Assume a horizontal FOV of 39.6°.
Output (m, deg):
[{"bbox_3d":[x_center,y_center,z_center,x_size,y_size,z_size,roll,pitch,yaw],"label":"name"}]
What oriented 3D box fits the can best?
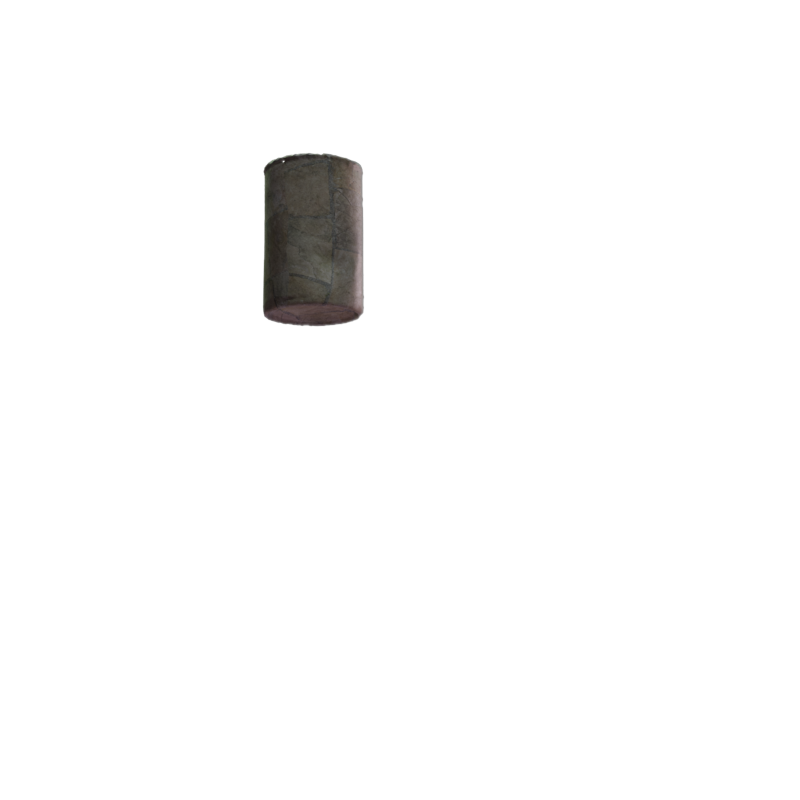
[{"bbox_3d":[-0.058,-0.106,0.742,0.068,0.106,0.066,0,-13,-2],"label":"can"}]
